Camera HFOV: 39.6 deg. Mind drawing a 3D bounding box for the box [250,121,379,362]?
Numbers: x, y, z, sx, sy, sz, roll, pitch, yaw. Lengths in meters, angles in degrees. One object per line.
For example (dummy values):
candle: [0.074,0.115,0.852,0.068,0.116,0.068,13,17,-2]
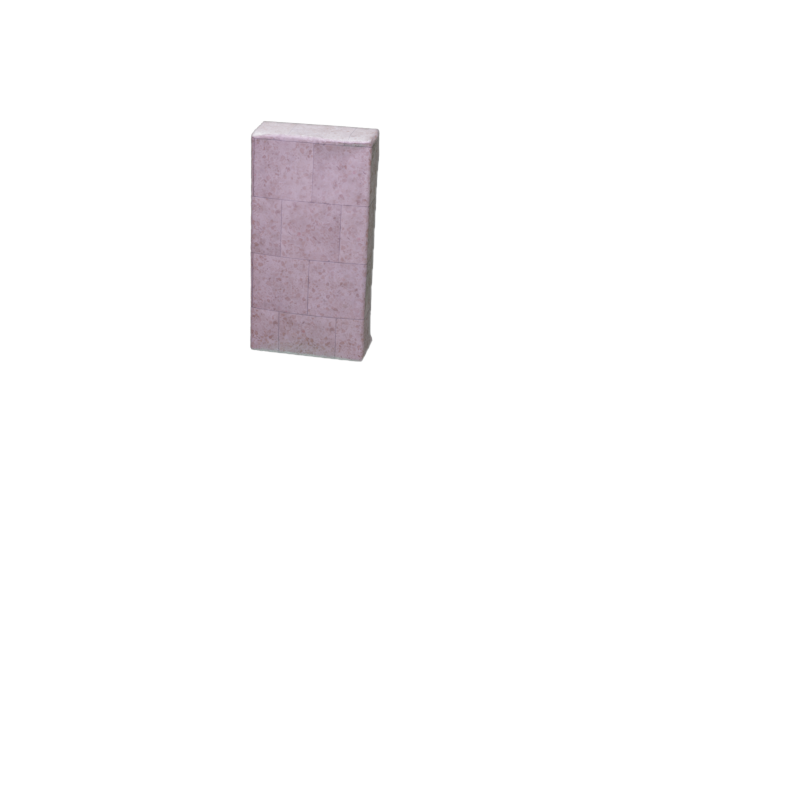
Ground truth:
box: [-0.067,-0.121,0.847,0.095,0.168,0.050,6,23,10]
